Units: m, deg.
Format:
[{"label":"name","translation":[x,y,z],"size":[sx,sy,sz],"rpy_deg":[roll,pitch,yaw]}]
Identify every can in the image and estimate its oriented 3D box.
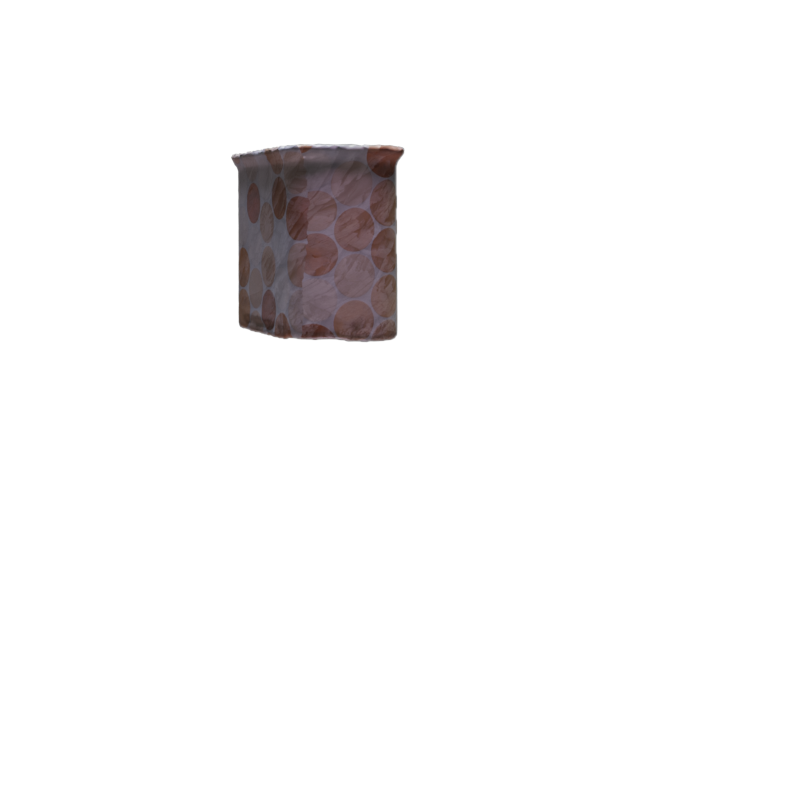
[{"label":"can","translation":[-0.040,-0.073,0.509],"size":[0.056,0.083,0.106],"rpy_deg":[-2,6,-25]}]
